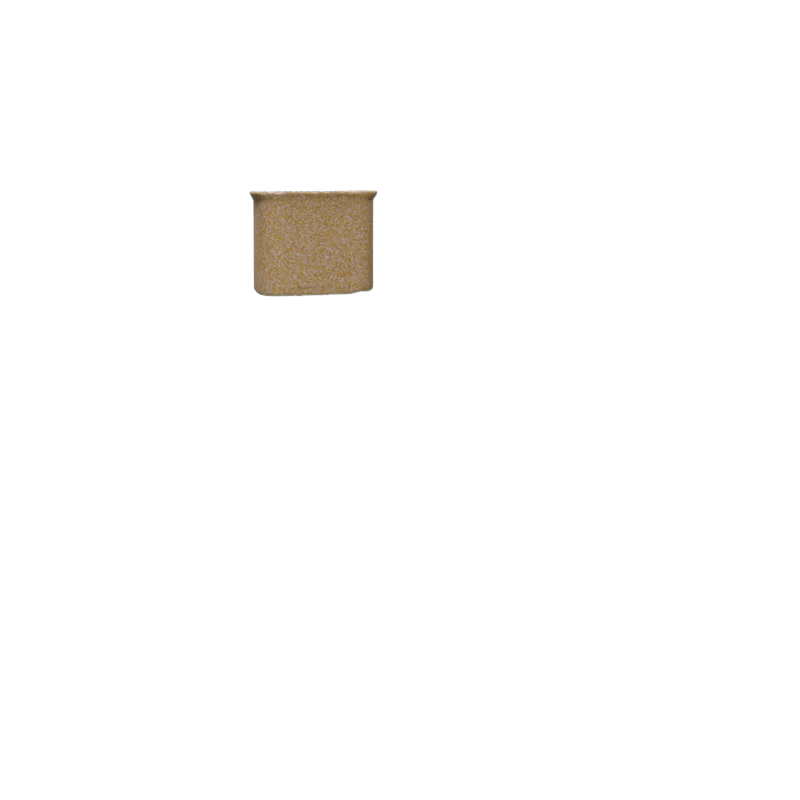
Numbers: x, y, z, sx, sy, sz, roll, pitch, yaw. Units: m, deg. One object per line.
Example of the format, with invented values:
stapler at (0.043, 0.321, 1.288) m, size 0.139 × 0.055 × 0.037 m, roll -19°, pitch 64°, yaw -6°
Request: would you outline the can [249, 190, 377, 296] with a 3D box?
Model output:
can at (-0.071, -0.130, 0.910) m, size 0.100 × 0.083 × 0.059 m, roll -2°, pitch 6°, yaw -17°
